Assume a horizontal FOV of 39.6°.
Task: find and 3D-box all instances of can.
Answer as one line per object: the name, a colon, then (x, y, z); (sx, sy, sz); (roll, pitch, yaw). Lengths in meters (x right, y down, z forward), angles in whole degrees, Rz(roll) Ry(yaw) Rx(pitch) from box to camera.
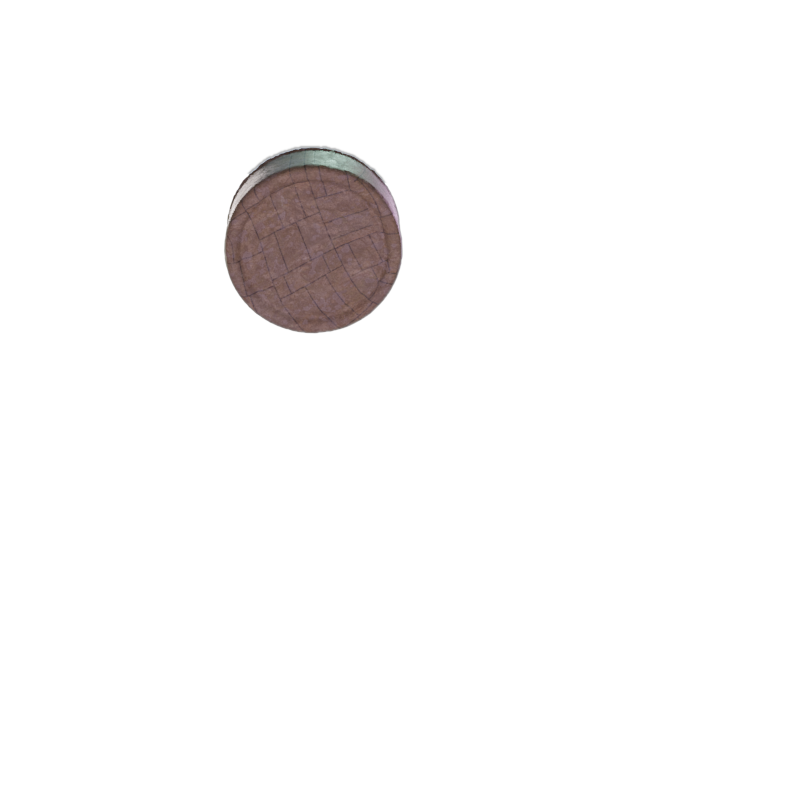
can: (-0.042, -0.076, 0.534); (0.086, 0.082, 0.035); (0, 22, -1)
